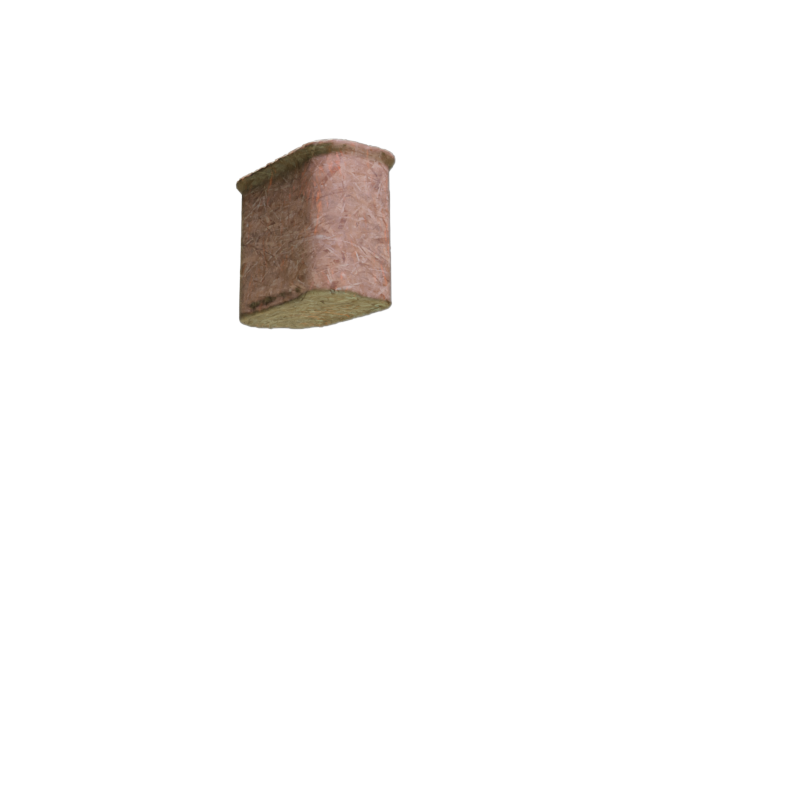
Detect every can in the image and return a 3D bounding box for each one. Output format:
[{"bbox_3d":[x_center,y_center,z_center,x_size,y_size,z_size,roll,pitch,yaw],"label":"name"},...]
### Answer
[{"bbox_3d":[-0.048,-0.088,0.615,0.055,0.087,0.103,9,-15,-37],"label":"can"}]
